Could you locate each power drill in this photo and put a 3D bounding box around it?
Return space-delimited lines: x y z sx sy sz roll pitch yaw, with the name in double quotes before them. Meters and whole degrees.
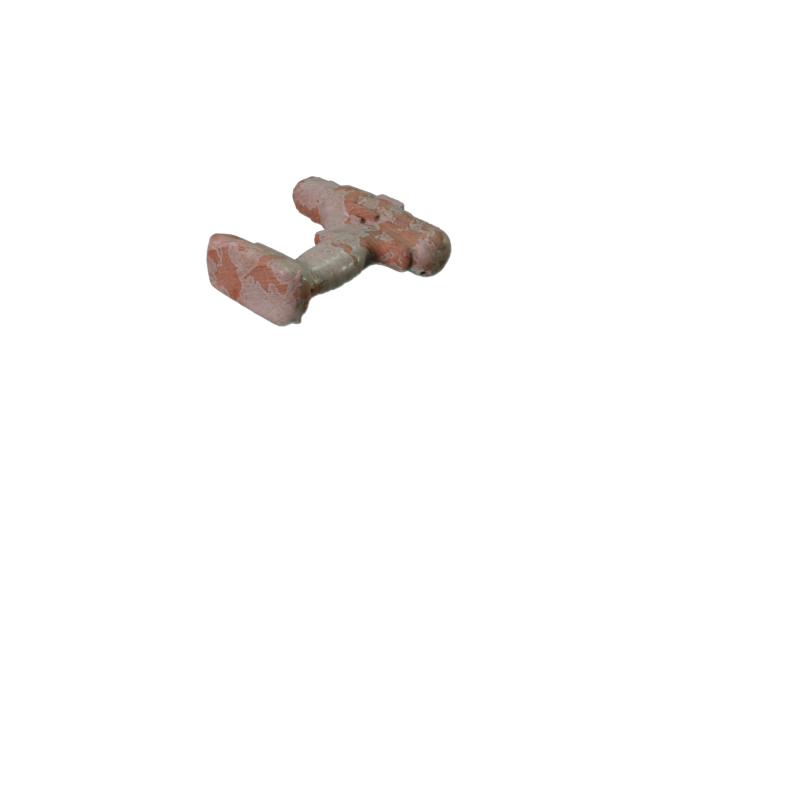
"power drill" -0.077 -0.140 0.981 0.197 0.054 0.187 28 41 36
